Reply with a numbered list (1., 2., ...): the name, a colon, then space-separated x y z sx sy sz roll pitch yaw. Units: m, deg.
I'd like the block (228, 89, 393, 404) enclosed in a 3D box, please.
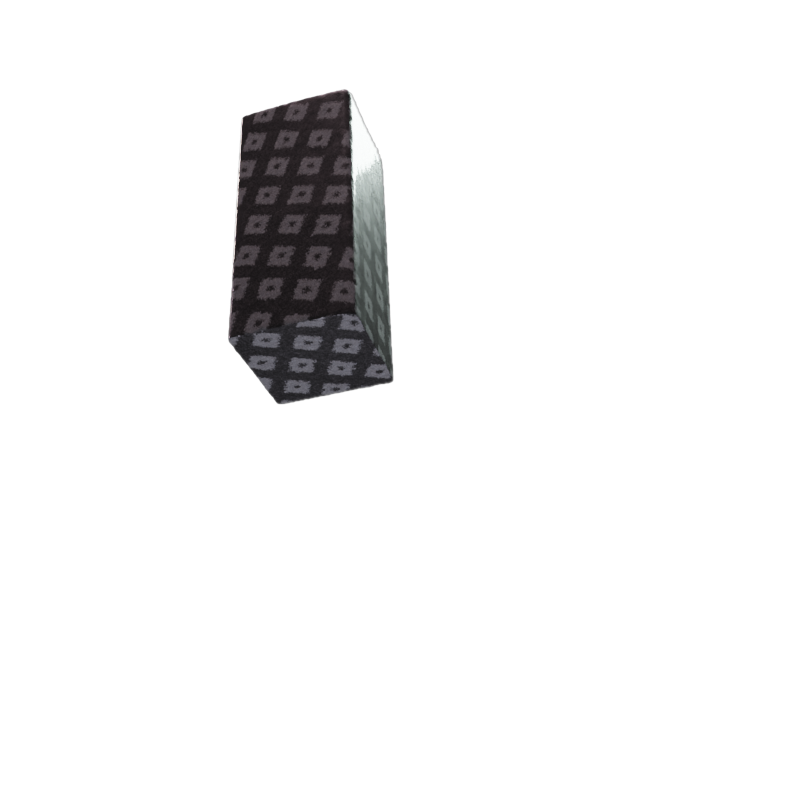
1. block: -0.063 -0.115 0.806 0.091 0.221 0.084 -13 -37 13
